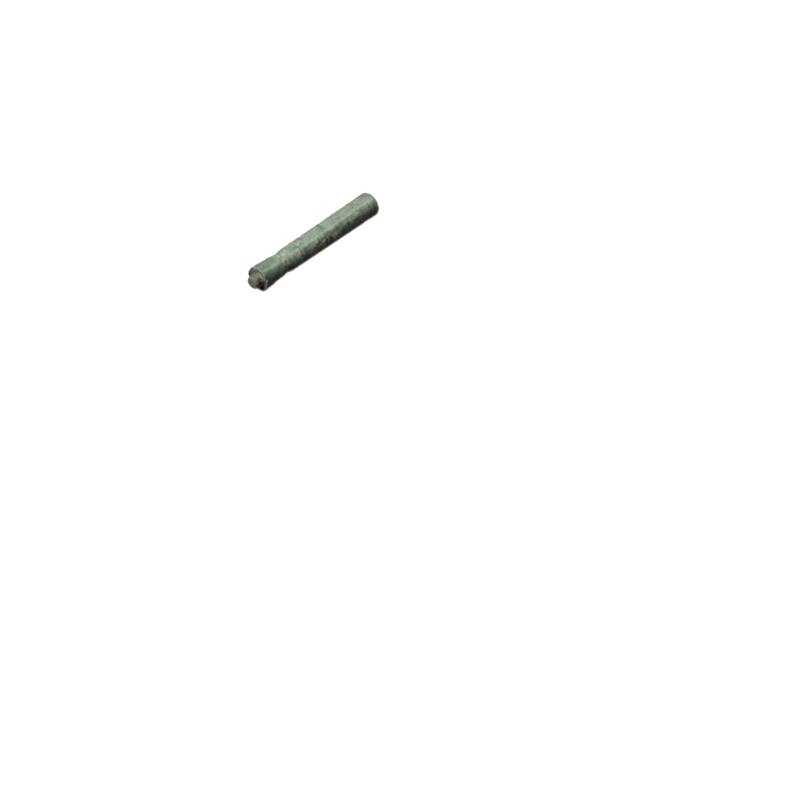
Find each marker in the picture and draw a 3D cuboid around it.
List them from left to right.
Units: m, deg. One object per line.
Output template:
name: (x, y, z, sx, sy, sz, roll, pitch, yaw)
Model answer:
marker: (-0.061, -0.111, 0.780, 0.021, 0.019, 0.122, 4, 35, 48)
